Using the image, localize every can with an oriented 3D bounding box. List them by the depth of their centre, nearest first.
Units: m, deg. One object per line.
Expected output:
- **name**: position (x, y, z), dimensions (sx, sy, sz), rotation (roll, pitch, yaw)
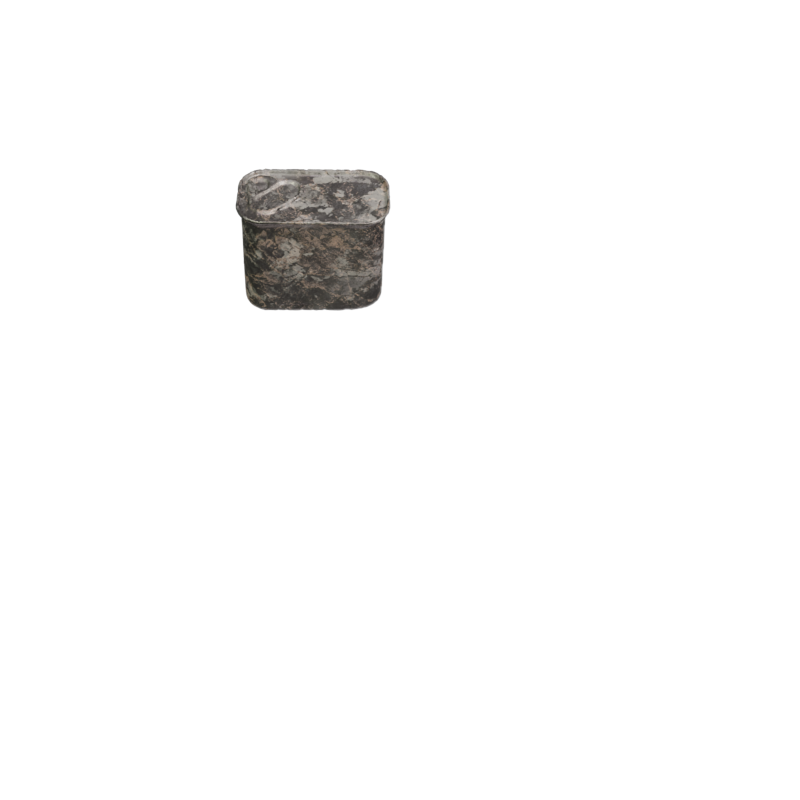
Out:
- **can**: position (-0.060, -0.109, 0.763), dimensions (0.102, 0.062, 0.078), rotation (1, -45, -1)
